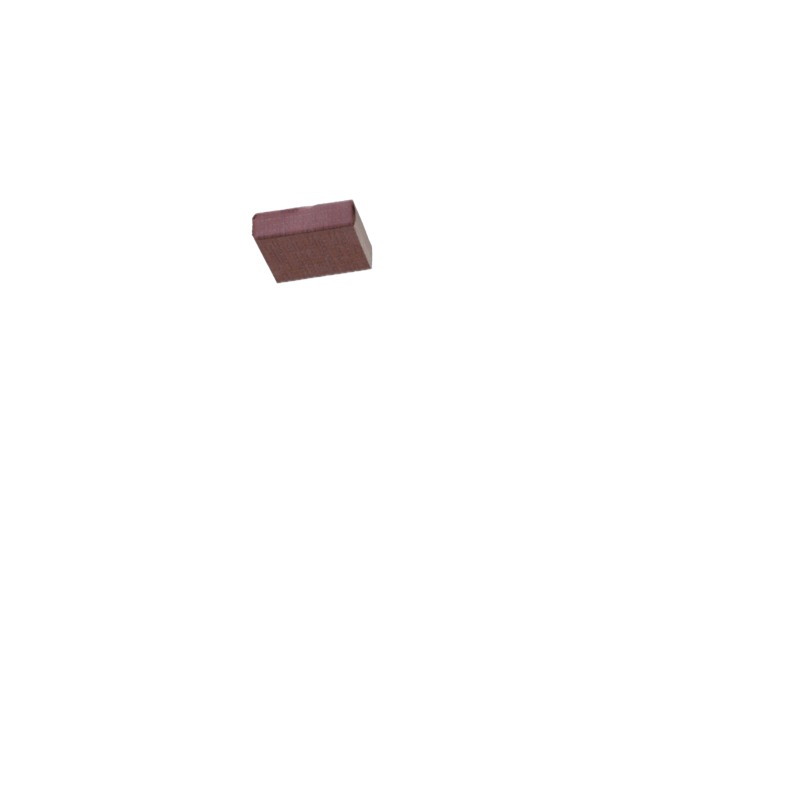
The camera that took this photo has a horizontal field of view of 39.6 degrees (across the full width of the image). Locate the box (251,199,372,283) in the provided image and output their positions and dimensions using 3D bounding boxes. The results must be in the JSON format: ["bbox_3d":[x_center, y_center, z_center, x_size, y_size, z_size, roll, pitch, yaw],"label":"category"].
[{"bbox_3d":[-0.074,-0.135,0.947,0.090,0.032,0.068,-6,-28,11],"label":"box"}]
